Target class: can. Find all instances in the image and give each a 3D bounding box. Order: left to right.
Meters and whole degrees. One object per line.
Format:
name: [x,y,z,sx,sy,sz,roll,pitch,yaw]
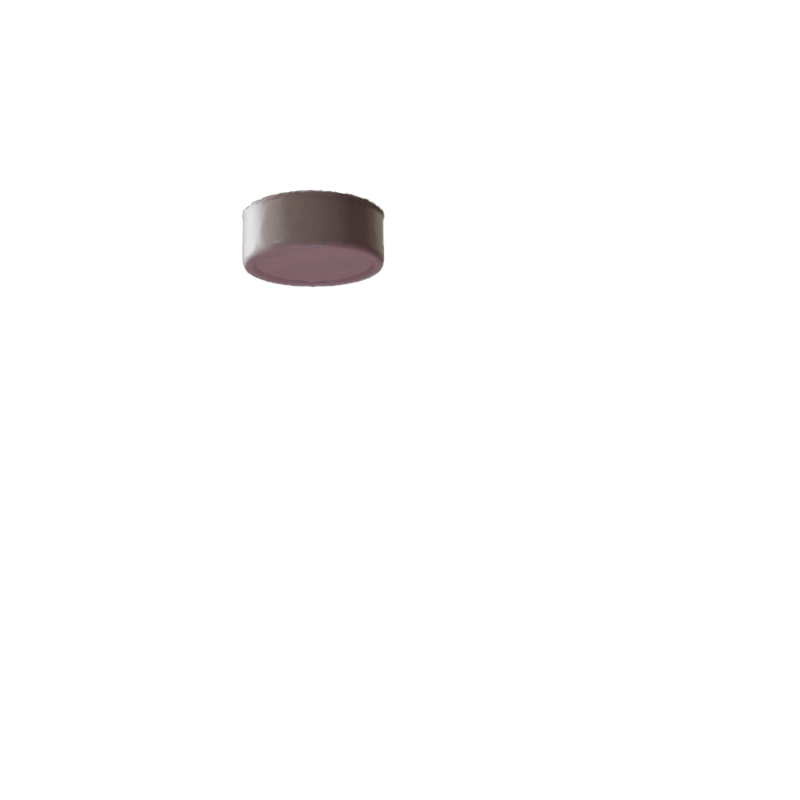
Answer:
can: [-0.052,-0.095,0.663,0.086,0.035,0.083,0,-12,-2]
